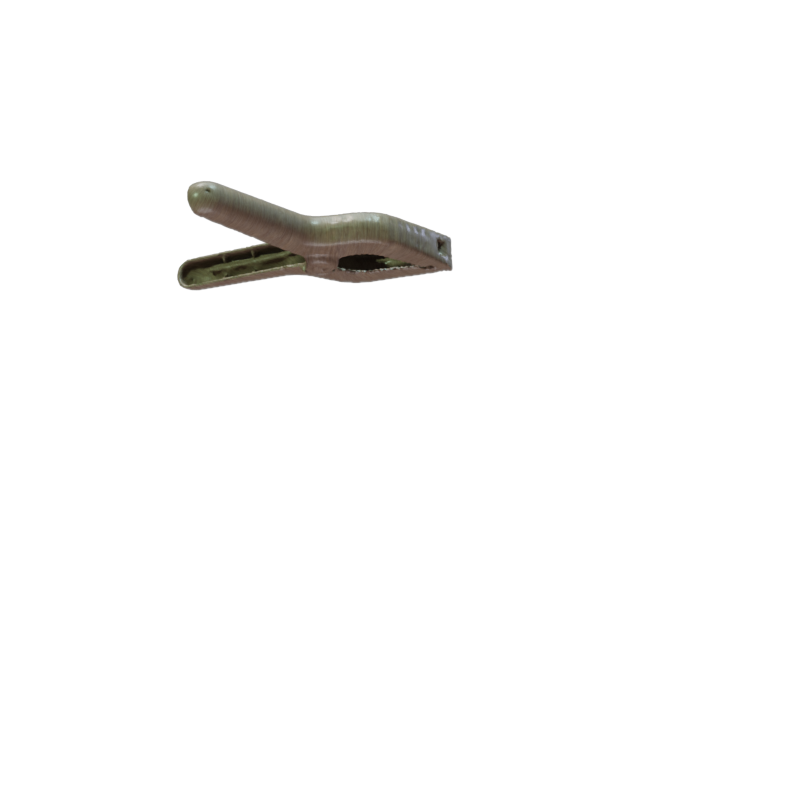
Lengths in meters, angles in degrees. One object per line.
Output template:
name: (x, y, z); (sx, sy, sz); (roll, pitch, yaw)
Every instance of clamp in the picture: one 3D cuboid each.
clamp: (-0.064, -0.116, 0.812); (0.209, 0.038, 0.158); (1, -15, -3)
